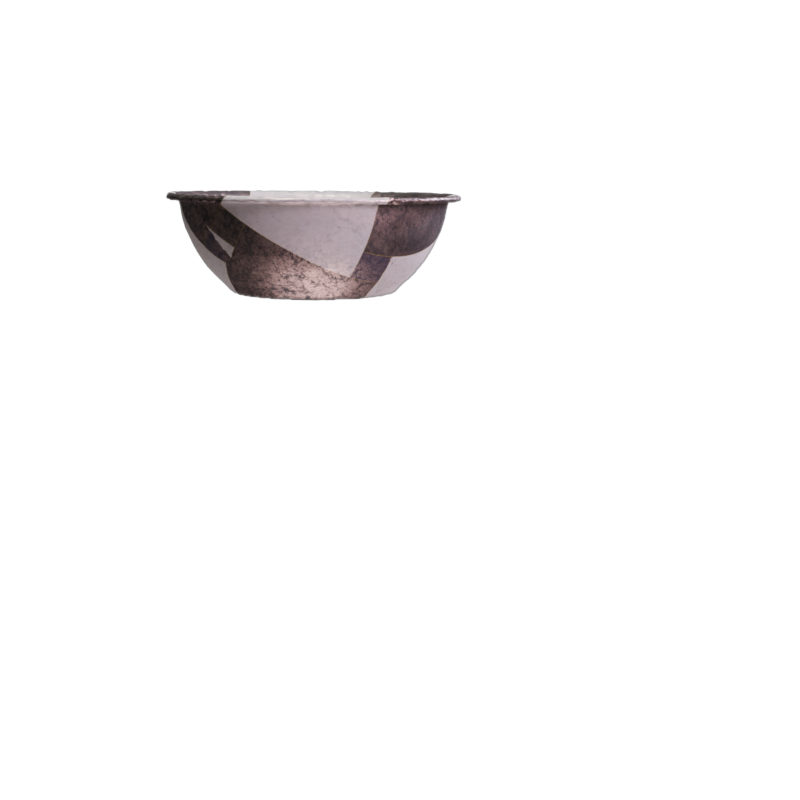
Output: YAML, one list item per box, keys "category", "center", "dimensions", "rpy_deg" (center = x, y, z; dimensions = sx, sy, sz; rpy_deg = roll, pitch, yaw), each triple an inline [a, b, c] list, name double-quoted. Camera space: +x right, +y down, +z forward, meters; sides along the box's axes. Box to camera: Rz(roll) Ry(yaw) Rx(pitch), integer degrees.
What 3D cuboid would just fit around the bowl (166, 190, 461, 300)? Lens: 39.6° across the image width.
- category: "bowl"
  center: [-0.048, -0.087, 0.611]
  dimensions: [0.162, 0.054, 0.165]
  rpy_deg: [0, 11, -2]
